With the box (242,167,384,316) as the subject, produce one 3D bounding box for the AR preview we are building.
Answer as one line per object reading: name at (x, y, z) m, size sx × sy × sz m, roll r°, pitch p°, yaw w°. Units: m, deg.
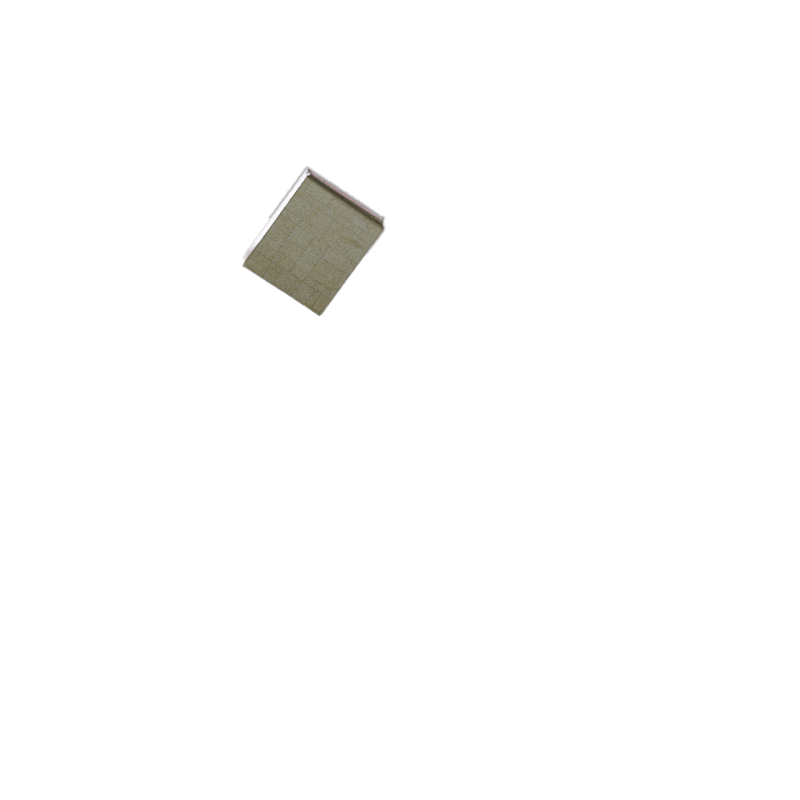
box at (-0.066, -0.121, 0.844) m, size 0.071 × 0.088 × 0.032 m, roll 34°, pitch 16°, yaw -12°
